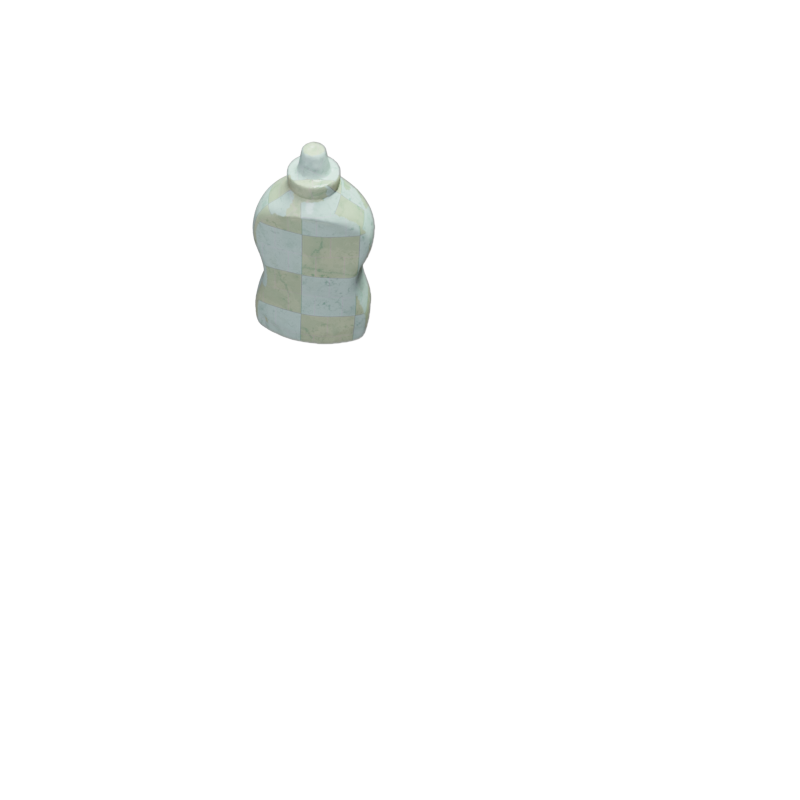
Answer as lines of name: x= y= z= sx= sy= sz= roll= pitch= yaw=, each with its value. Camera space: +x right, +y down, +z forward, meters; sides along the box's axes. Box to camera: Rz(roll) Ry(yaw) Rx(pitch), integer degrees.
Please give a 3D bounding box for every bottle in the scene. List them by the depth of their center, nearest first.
bottle: x=-0.069 y=-0.127 z=0.887 sx=0.097 sy=0.062 sz=0.179 roll=11 pitch=-41 yaw=6
